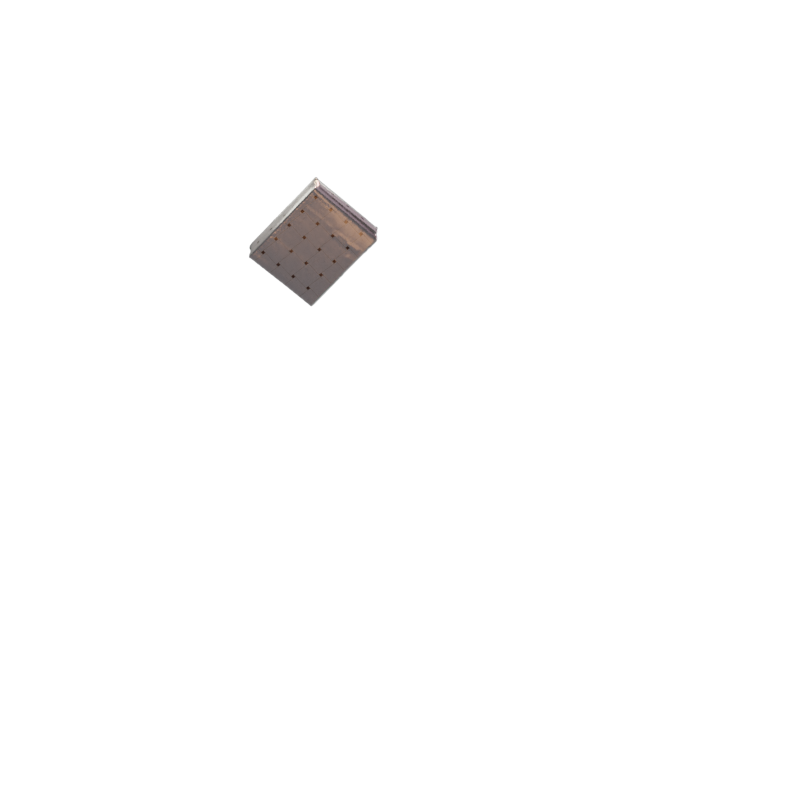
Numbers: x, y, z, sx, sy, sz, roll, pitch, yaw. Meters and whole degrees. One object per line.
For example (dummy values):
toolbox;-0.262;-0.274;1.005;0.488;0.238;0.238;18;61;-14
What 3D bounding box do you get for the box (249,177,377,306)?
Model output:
box;-0.075;-0.137;0.956;0.070;0.088;0.032;39;20;-18
